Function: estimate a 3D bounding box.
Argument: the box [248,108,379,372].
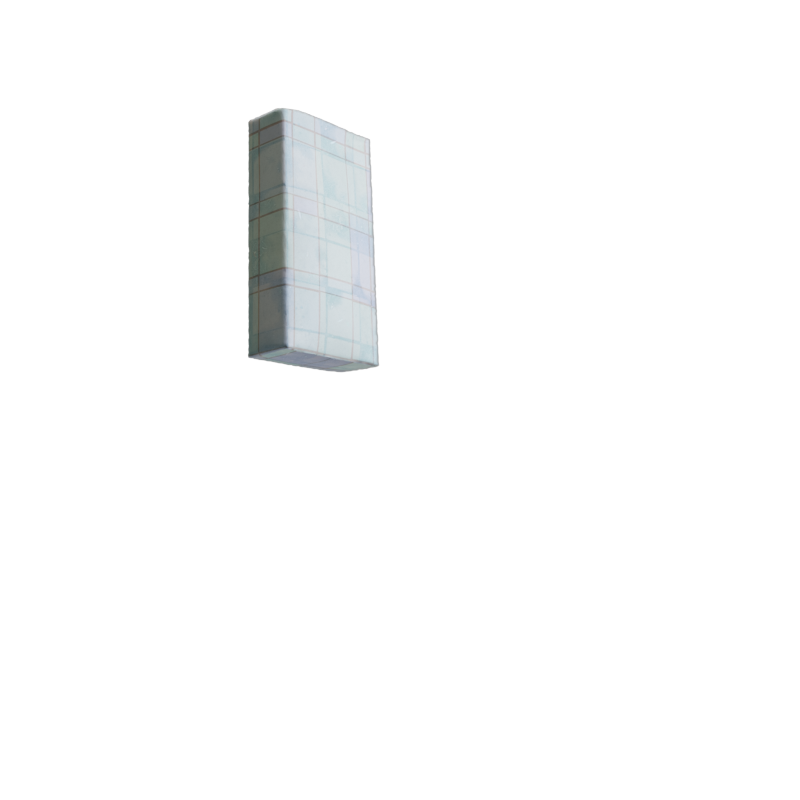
[{"bbox_3d":[-0.062,-0.113,0.788,0.049,0.183,0.088,-16,-21,42],"label":"box"}]
